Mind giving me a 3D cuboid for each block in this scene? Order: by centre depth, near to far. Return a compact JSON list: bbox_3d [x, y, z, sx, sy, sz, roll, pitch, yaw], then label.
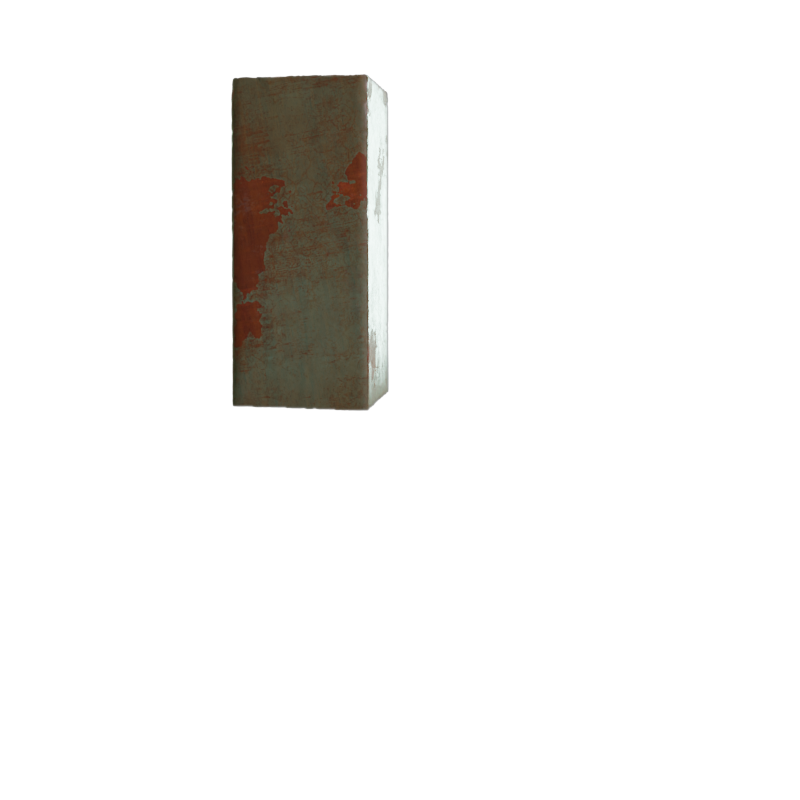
[{"bbox_3d":[-0.058,-0.104,0.729,0.091,0.206,0.090,0,2,9],"label":"block"}]
